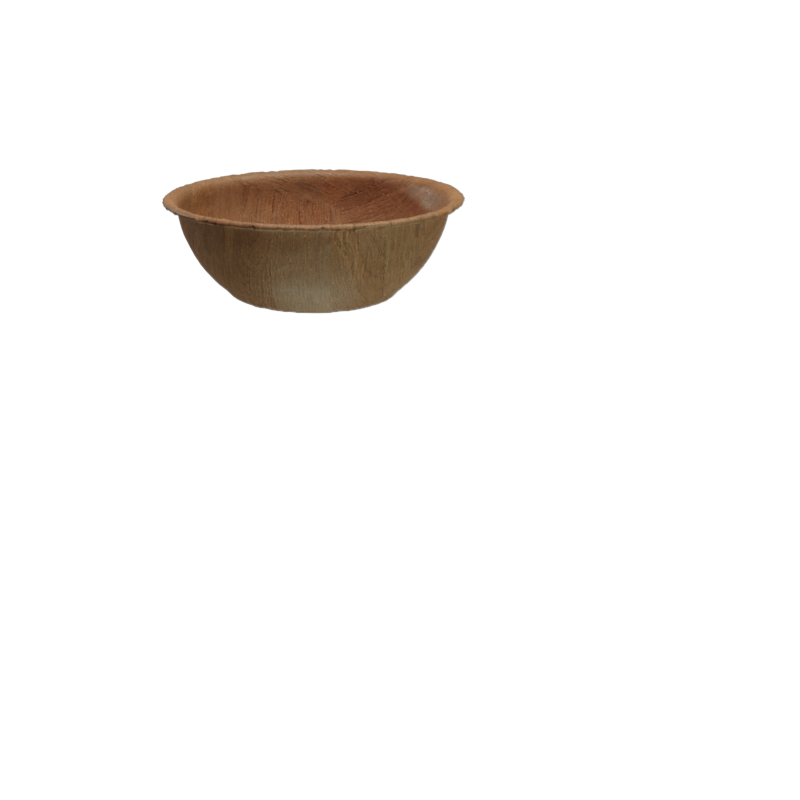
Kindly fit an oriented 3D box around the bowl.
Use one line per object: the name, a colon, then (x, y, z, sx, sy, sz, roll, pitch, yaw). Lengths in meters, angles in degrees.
bowl: (-0.047, -0.086, 0.603, 0.162, 0.053, 0.169, -1, 20, -2)
